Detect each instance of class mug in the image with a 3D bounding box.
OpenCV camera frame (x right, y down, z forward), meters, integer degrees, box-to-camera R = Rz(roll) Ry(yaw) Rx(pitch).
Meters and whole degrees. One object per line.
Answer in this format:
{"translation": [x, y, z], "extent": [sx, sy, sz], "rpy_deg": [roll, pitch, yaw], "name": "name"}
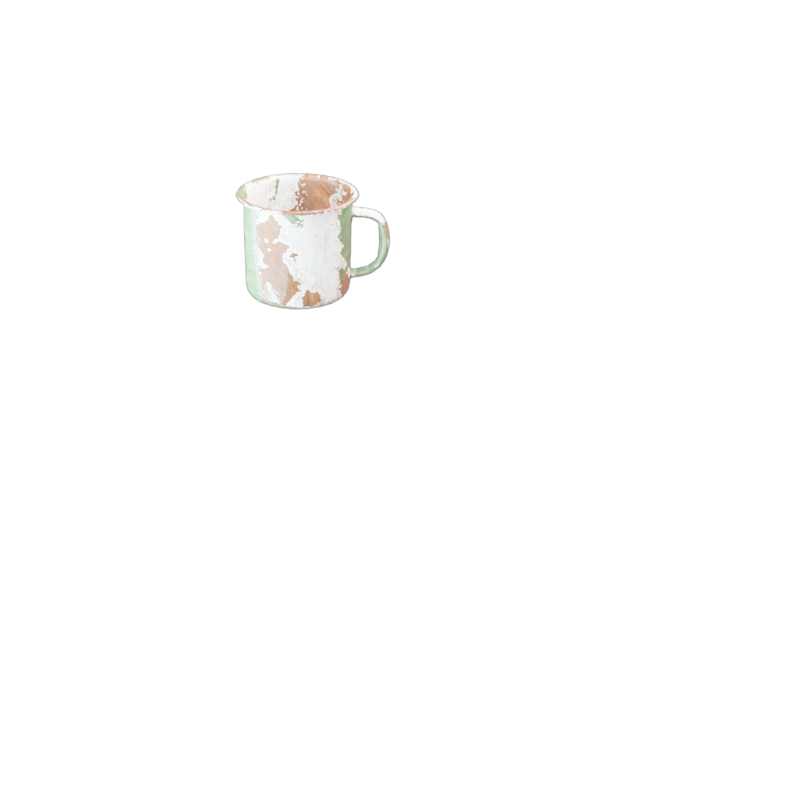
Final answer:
{"translation": [-0.066, -0.121, 0.849], "extent": [0.117, 0.077, 0.098], "rpy_deg": [0, 26, -1], "name": "mug"}
